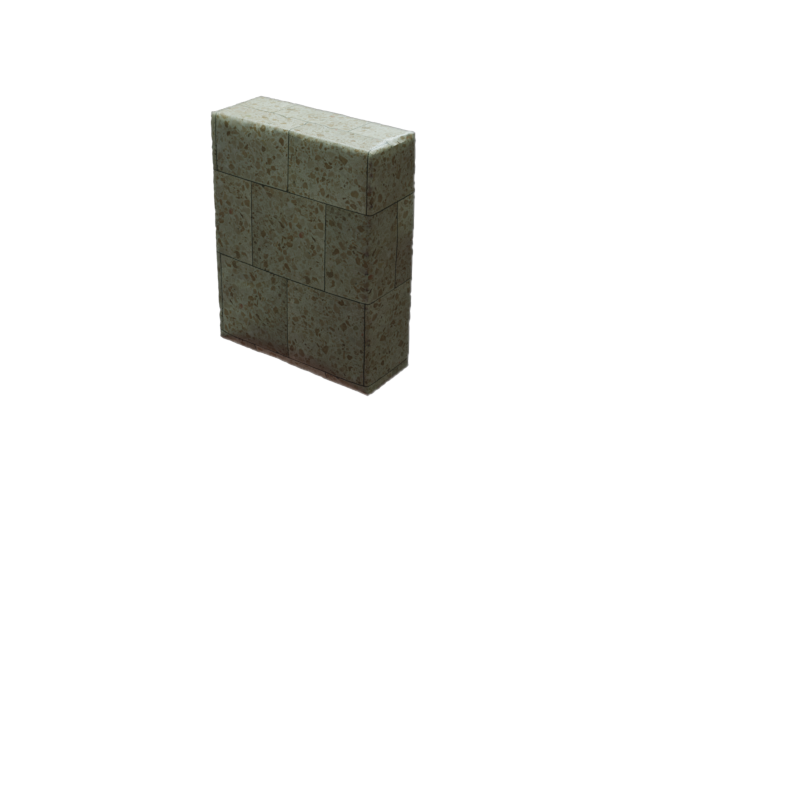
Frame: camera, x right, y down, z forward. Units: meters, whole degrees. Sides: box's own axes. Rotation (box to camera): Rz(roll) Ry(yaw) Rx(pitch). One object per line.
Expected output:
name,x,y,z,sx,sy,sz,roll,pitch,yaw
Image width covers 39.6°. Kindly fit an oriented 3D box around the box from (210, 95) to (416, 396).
box,-0.072,-0.132,0.922,0.173,0.202,0.072,20,32,32
